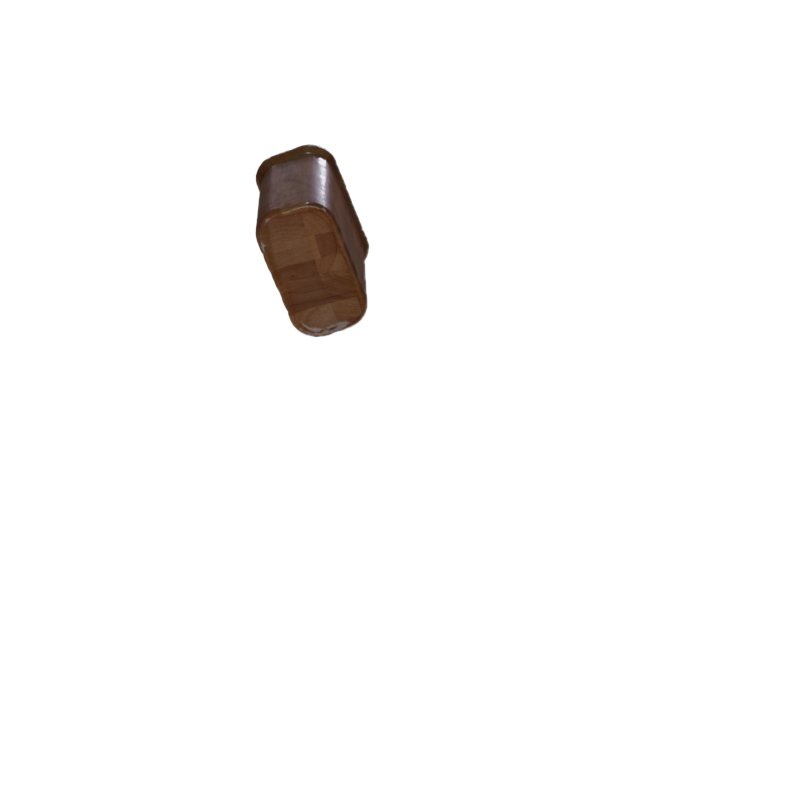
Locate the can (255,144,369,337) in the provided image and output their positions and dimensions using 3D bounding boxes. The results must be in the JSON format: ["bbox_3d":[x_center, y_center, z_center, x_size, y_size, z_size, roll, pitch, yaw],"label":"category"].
[{"bbox_3d":[-0.057,-0.105,0.734,0.058,0.095,0.089,-18,31,8],"label":"can"}]
